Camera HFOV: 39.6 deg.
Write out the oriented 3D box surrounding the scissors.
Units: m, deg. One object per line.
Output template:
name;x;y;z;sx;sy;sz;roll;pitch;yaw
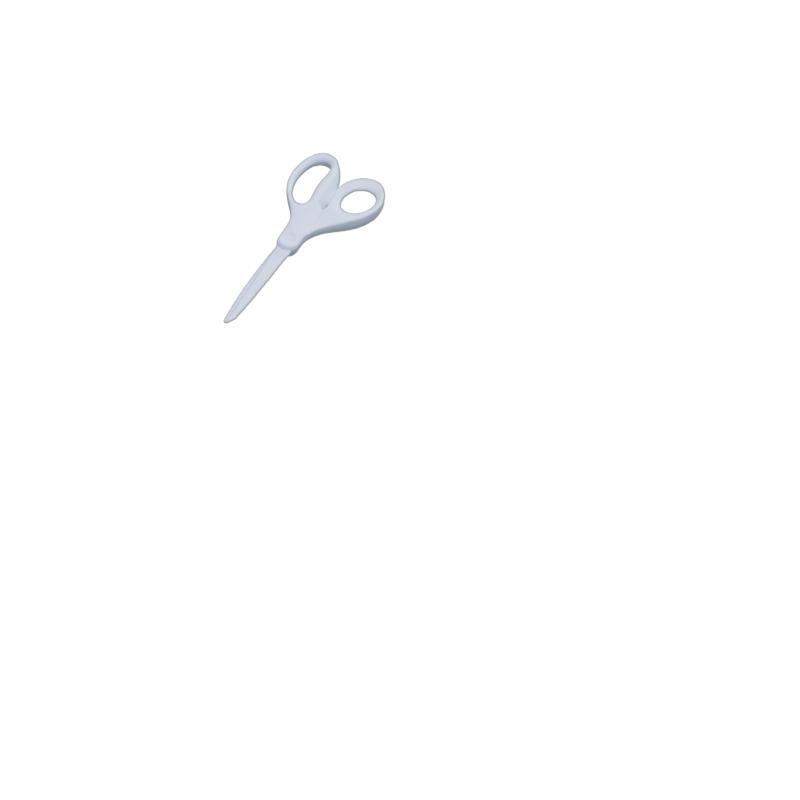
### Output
scissors;-0.073;-0.133;0.932;0.098;0.213;0.015;9;-38;7
